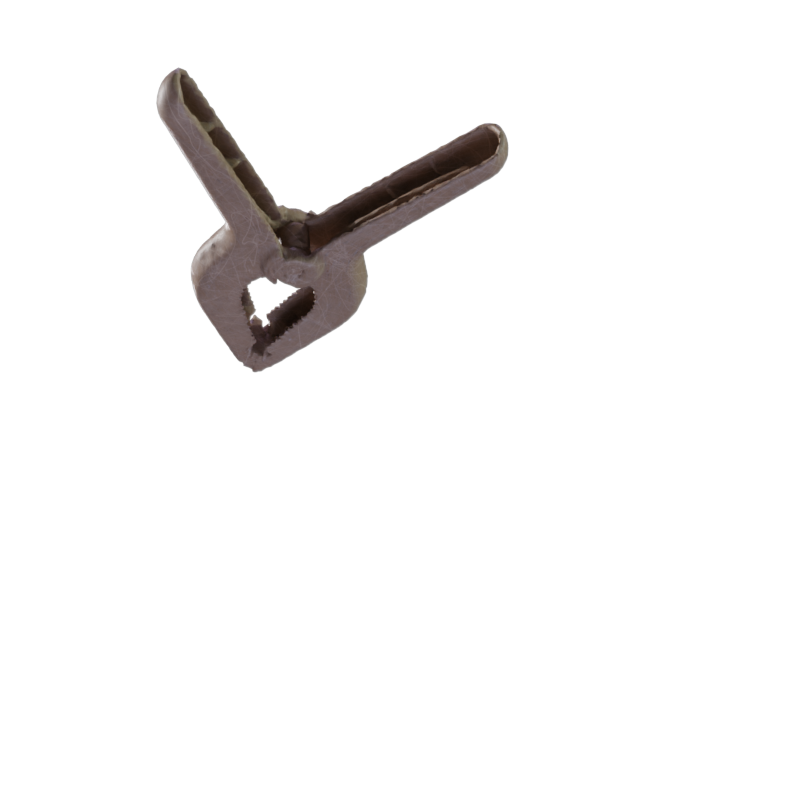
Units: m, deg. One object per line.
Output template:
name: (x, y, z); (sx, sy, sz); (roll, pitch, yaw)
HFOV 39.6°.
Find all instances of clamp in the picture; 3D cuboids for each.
clamp: (-0.045, -0.082, 0.571); (0.163, 0.039, 0.198); (6, -35, -8)
